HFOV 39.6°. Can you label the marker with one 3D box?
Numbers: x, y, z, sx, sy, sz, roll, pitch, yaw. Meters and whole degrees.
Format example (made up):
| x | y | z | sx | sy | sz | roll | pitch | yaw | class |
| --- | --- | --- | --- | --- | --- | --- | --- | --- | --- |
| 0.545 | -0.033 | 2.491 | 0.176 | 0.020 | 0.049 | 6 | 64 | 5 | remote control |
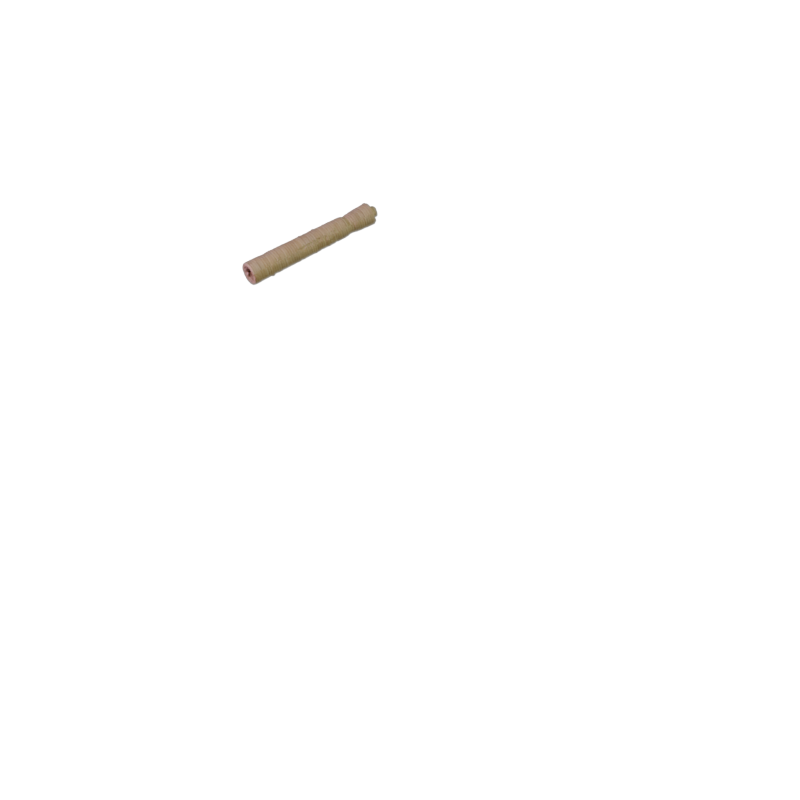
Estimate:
| x | y | z | sx | sy | sz | roll | pitch | yaw | class |
| --- | --- | --- | --- | --- | --- | --- | --- | --- | --- |
| -0.068 | -0.124 | 0.867 | 0.121 | 0.019 | 0.020 | -31 | 17 | -24 | marker |
